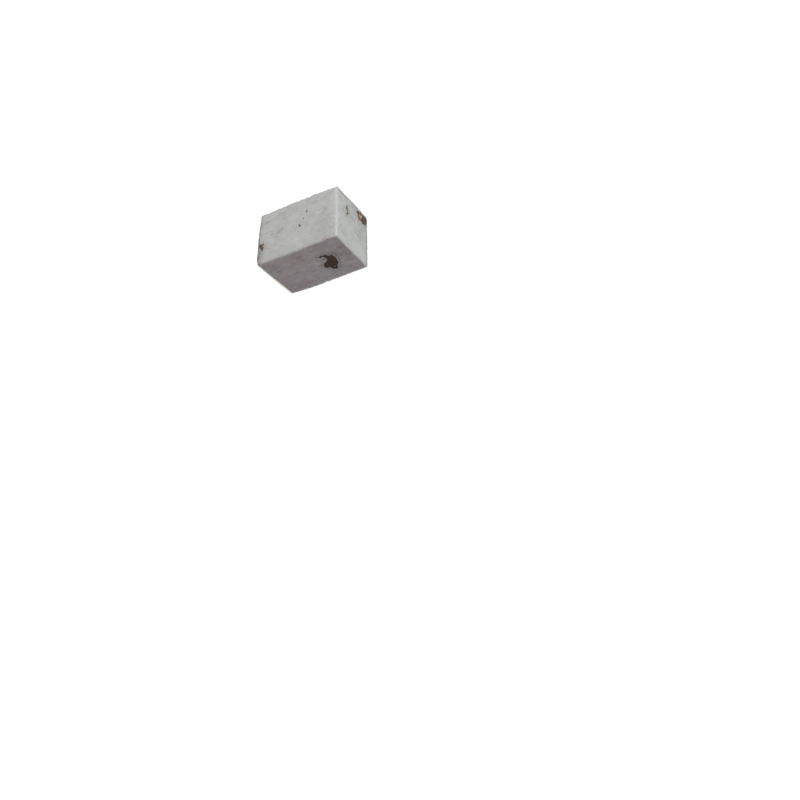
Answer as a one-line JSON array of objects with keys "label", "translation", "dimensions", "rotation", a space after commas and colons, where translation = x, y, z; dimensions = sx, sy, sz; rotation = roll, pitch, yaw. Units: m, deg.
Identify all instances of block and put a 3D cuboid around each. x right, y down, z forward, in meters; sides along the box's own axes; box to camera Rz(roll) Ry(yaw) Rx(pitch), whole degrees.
[{"label": "block", "translation": [-0.072, -0.132, 0.923], "dimensions": [0.079, 0.055, 0.049], "rotation": [-18, -36, 24]}]
